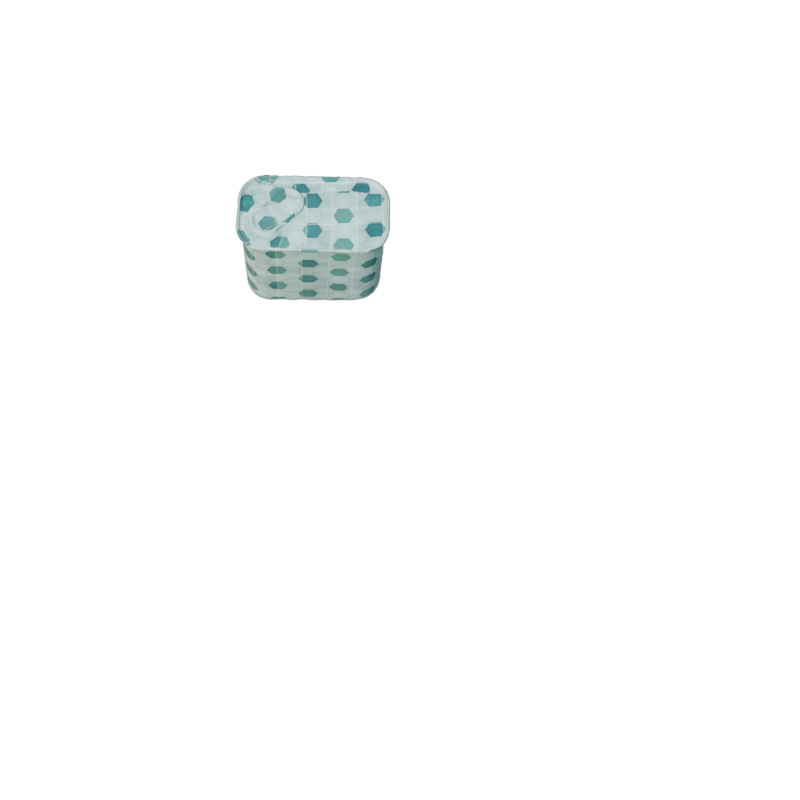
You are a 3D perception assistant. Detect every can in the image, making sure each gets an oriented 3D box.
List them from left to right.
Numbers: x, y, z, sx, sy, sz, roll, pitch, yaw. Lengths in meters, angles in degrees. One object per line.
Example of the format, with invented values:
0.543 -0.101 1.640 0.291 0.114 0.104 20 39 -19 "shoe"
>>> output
-0.060 -0.110 0.769 0.102 0.061 0.079 2 -23 -1 "can"
